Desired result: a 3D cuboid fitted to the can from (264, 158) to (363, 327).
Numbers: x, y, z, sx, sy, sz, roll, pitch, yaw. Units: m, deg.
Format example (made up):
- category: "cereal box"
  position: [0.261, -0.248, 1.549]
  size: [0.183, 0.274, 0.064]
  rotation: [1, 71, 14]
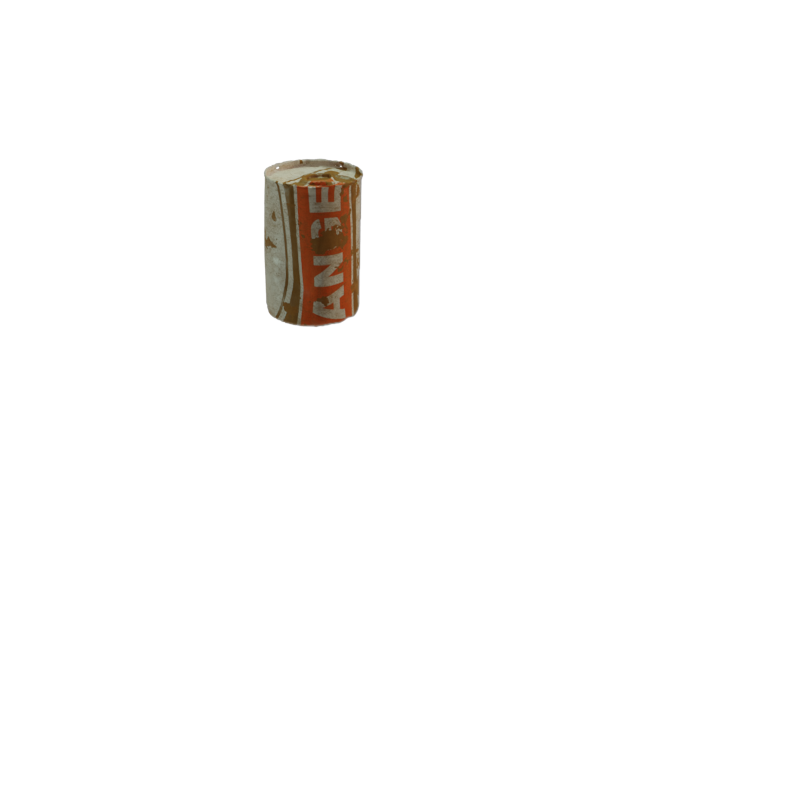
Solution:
- category: "can"
  position: [-0.061, -0.110, 0.774]
  size: [0.068, 0.098, 0.072]
  rotation: [0, 22, -2]
